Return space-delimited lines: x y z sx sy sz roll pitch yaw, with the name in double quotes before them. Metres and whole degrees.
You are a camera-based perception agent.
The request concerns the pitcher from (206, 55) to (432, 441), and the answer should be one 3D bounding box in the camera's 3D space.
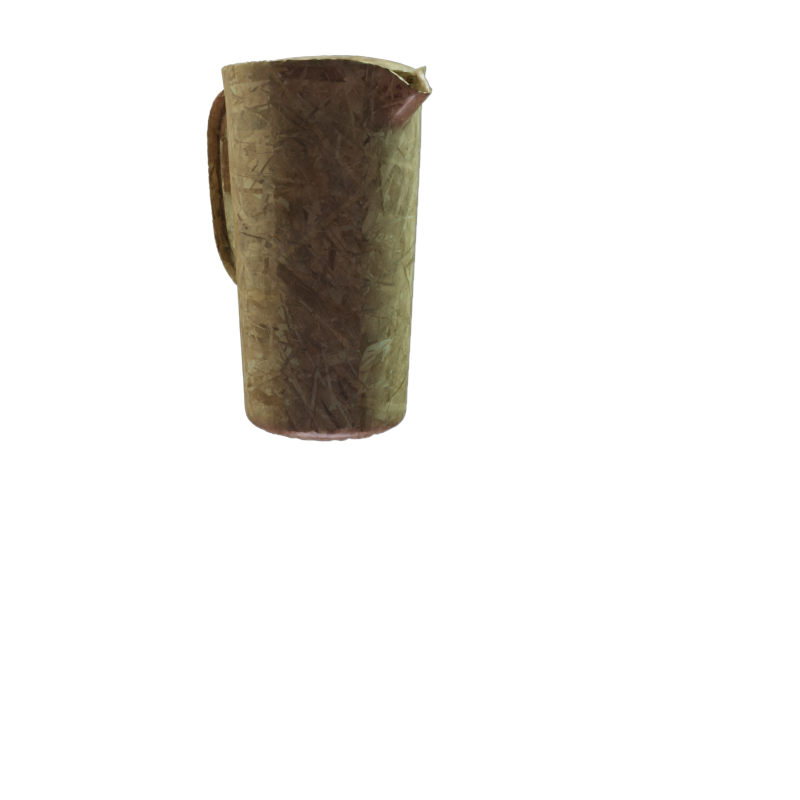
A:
"pitcher" -0.058 -0.105 0.736 0.144 0.240 0.152 0 7 -5
